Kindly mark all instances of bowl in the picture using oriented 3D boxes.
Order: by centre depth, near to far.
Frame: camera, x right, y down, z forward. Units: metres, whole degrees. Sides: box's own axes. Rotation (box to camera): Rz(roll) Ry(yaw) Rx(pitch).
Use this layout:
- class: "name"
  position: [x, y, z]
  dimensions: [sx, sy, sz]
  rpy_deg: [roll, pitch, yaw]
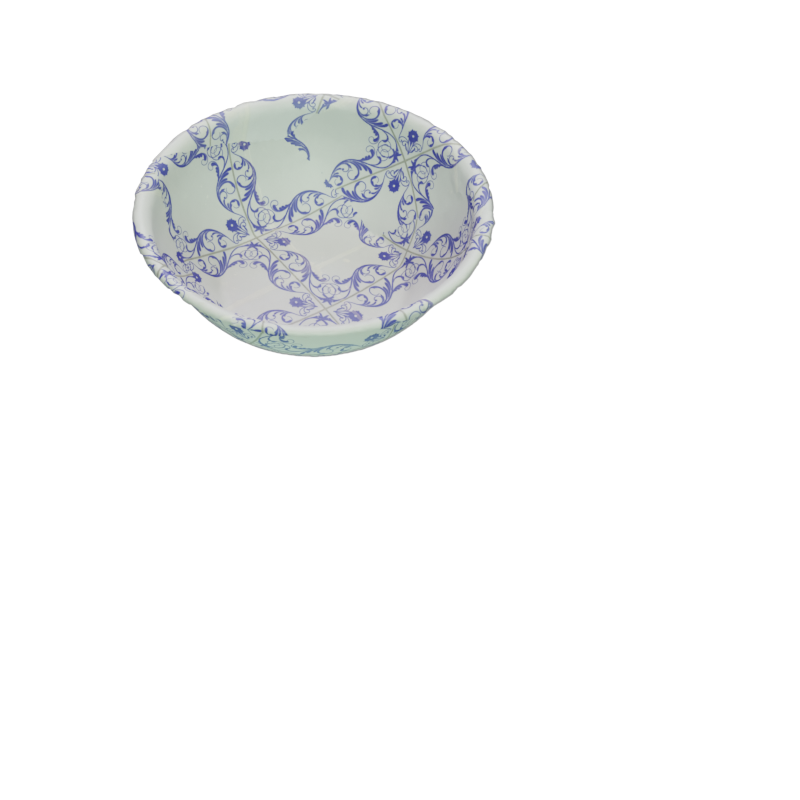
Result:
- class: "bowl"
  position: [-0.040, -0.073, 0.515]
  dimensions: [0.162, 0.174, 0.051]
  rpy_deg: [-1, -42, -1]
